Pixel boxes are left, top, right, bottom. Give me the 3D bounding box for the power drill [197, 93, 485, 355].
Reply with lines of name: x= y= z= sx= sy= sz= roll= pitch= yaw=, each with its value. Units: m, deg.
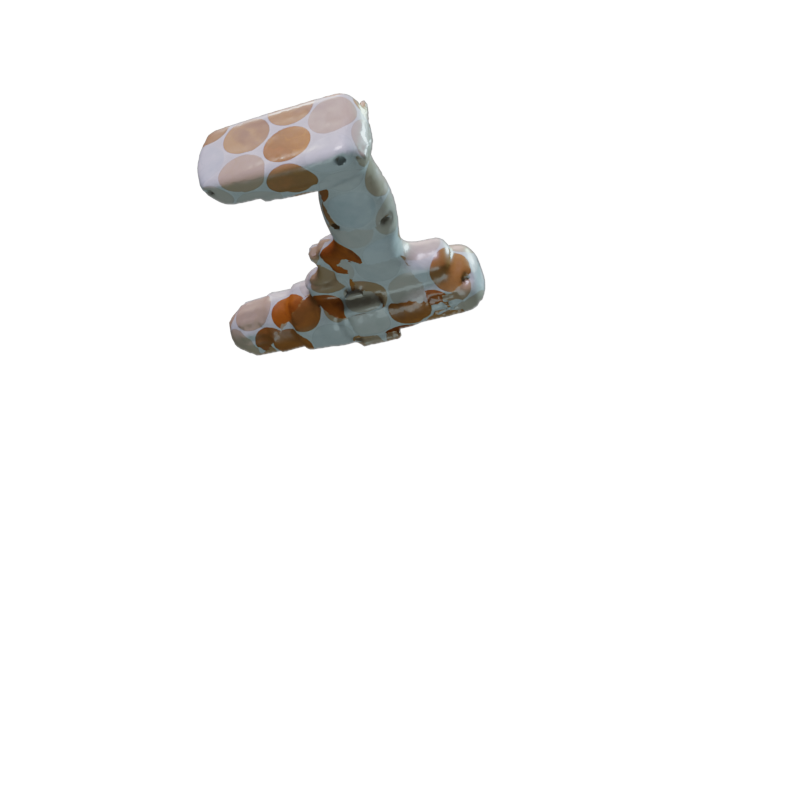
power drill: x=-0.056 y=-0.102 z=0.718 sx=0.186 sy=0.061 sz=0.173 roll=-14 pitch=-39 yaw=17
